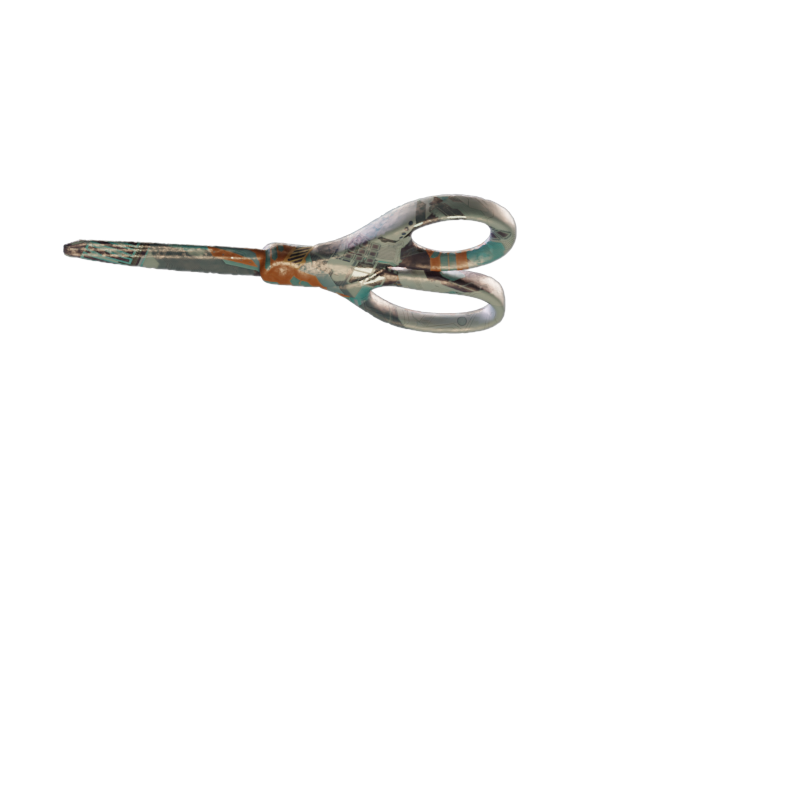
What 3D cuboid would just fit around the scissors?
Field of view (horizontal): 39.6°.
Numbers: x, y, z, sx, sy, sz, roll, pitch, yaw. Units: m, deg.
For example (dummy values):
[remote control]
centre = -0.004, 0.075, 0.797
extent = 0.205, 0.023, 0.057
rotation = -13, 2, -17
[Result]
[scissors]
centre = -0.038, -0.069, 0.484
extent = 0.196, 0.017, 0.092
rotation = 13, -37, -17
